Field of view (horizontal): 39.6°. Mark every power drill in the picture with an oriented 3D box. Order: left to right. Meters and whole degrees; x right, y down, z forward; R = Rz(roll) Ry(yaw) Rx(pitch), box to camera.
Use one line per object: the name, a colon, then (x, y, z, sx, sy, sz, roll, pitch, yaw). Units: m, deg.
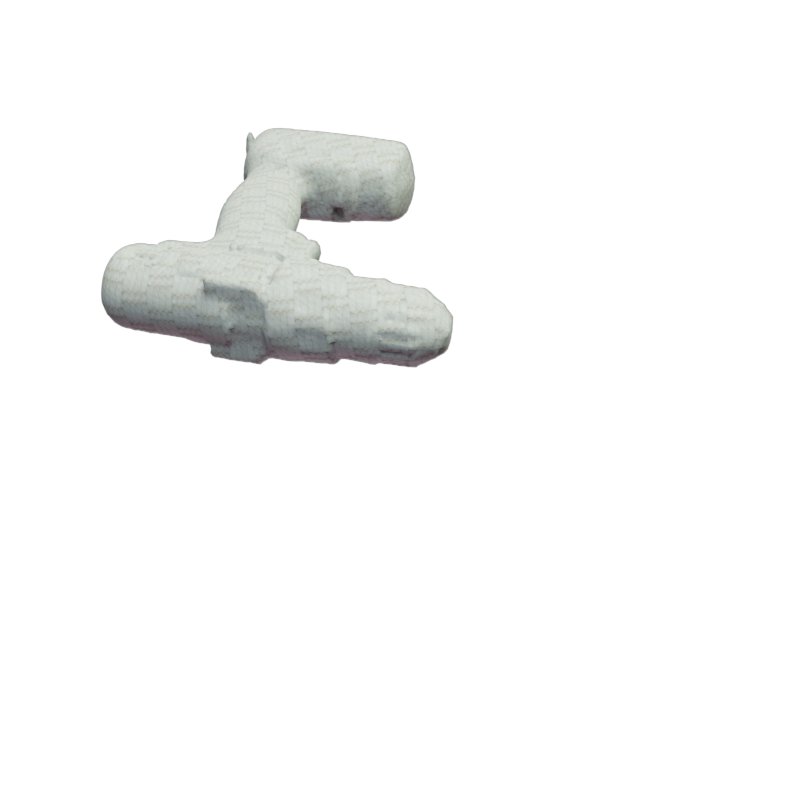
power drill: (-0.048, -0.088, 0.619, 0.189, 0.054, 0.195, 9, 35, 13)
